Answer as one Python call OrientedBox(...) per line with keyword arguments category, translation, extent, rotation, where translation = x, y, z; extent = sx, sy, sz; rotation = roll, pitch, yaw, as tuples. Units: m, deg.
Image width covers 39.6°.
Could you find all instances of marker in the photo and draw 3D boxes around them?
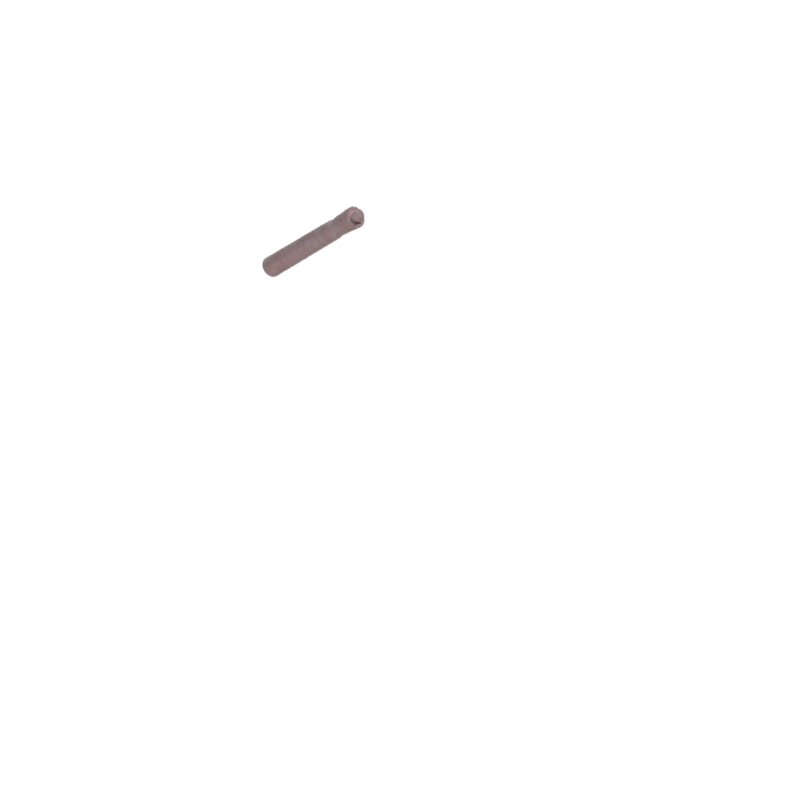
OrientedBox(category="marker", translation=(-0.073, -0.133, 0.931), extent=(0.019, 0.020, 0.121), rotation=(-3, -14, -45))
